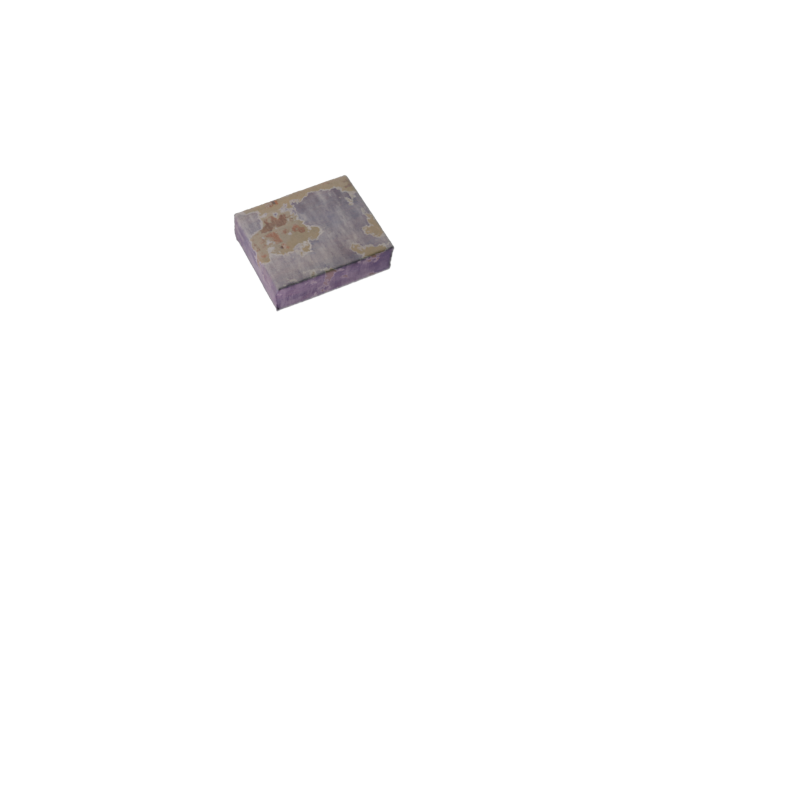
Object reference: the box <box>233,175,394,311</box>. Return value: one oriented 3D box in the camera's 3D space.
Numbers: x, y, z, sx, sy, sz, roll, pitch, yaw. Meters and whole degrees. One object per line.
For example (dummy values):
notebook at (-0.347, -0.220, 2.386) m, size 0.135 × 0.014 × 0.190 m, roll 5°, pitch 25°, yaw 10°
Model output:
box at (-0.075, -0.137, 0.958) m, size 0.113 × 0.096 × 0.036 m, roll -23°, pitch -31°, yaw -16°
